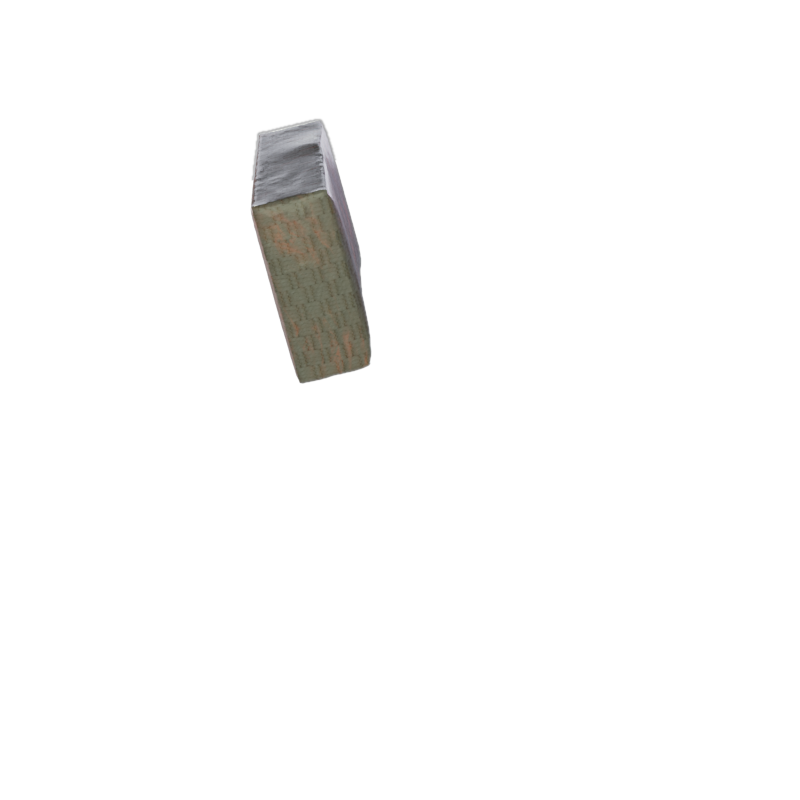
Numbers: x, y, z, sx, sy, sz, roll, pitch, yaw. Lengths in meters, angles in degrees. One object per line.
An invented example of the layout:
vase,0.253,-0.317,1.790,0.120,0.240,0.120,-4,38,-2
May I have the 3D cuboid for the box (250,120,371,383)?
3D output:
box,-0.077,-0.141,0.986,0.072,0.155,0.226,-13,26,3
